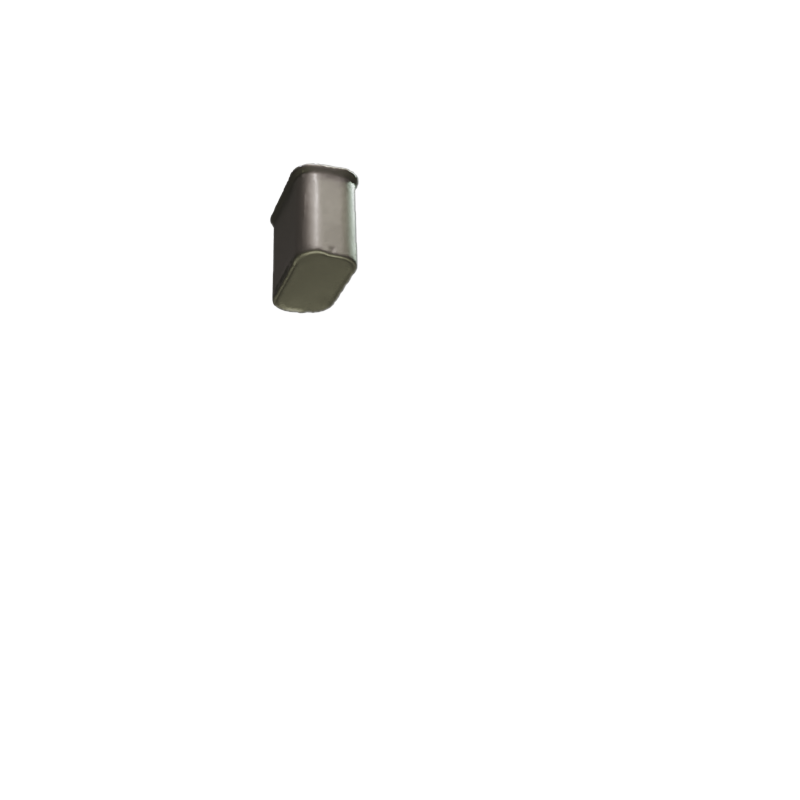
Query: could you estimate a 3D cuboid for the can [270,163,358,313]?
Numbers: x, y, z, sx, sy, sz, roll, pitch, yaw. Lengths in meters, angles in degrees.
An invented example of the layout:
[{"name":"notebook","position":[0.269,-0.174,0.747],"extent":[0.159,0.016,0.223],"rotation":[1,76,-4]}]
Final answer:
[{"name":"can","position":[-0.071,-0.129,0.906],"extent":[0.056,0.089,0.098],"rotation":[9,-30,-18]}]
